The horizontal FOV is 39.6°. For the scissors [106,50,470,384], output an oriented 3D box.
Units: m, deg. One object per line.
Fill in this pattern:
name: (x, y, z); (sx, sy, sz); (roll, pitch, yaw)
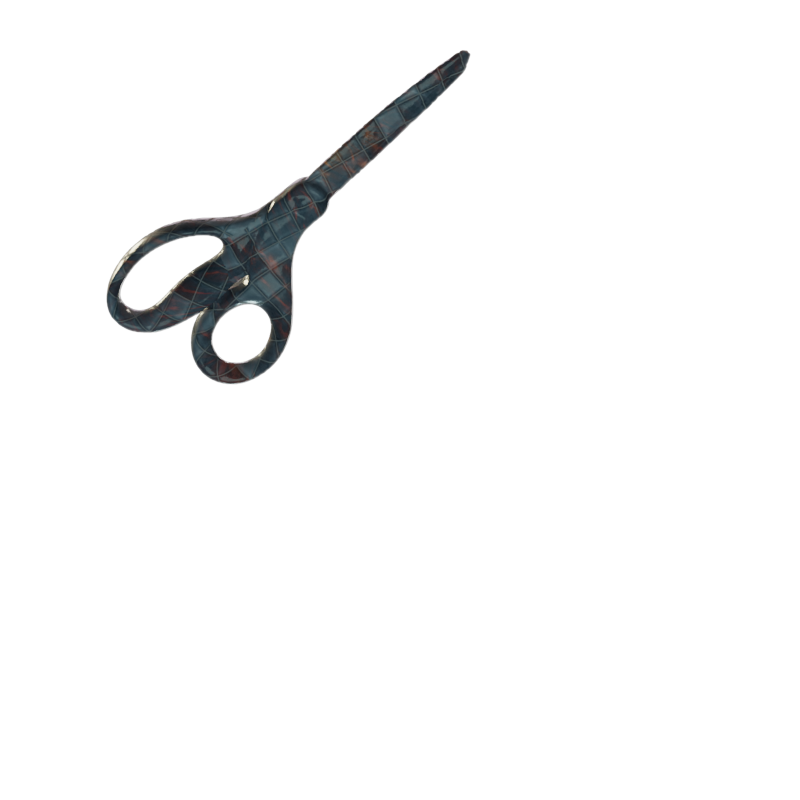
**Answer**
scissors: (-0.040, -0.072, 0.507); (0.202, 0.091, 0.017); (-25, 25, 12)
